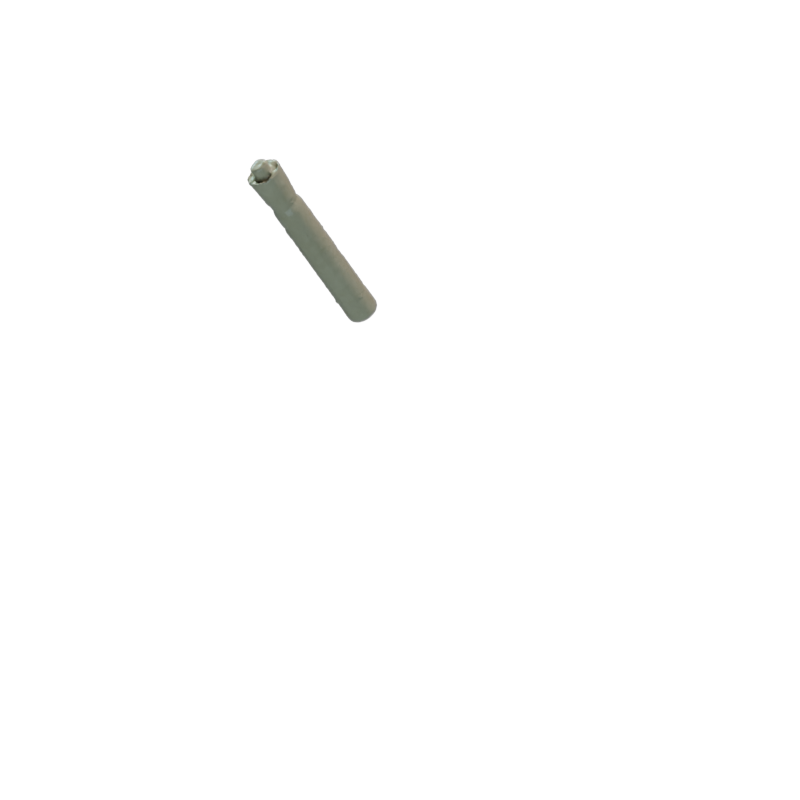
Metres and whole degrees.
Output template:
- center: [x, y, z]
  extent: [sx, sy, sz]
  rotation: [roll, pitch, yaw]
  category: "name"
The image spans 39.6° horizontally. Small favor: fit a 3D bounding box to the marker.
- center: [-0.047, -0.086, 0.602]
  extent: [0.020, 0.020, 0.112]
  rotation: [2, -36, 37]
  category: "marker"
